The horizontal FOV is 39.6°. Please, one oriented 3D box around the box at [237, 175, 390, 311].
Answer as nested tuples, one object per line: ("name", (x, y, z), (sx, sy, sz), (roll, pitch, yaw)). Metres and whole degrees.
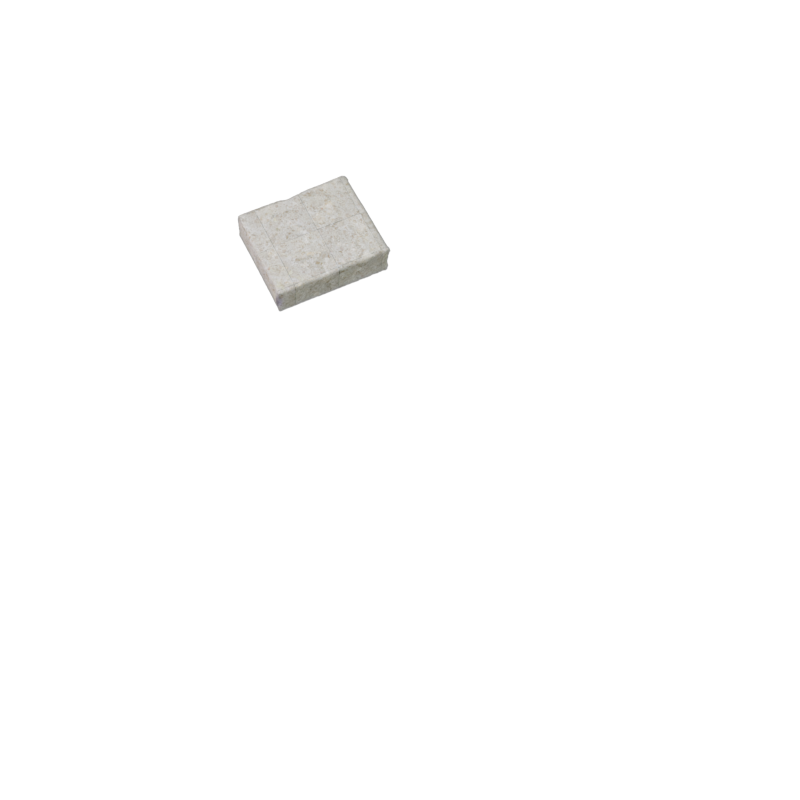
("box", (-0.062, -0.114, 0.799), (0.089, 0.078, 0.028), (-23, -28, -13))
